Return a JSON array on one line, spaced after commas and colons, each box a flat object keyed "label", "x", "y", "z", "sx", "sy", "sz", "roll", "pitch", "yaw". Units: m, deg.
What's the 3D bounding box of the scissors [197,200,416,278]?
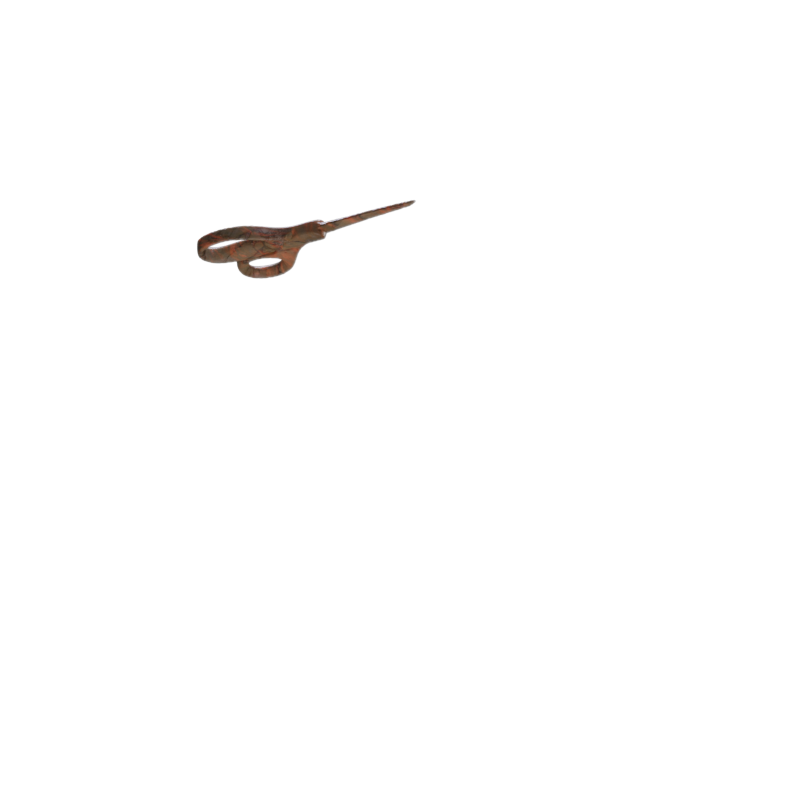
[{"label": "scissors", "x": -0.074, "y": -0.136, "z": 0.949, "sx": 0.205, "sy": 0.017, "sz": 0.090, "roll": -5, "pitch": -19, "yaw": 16}]
